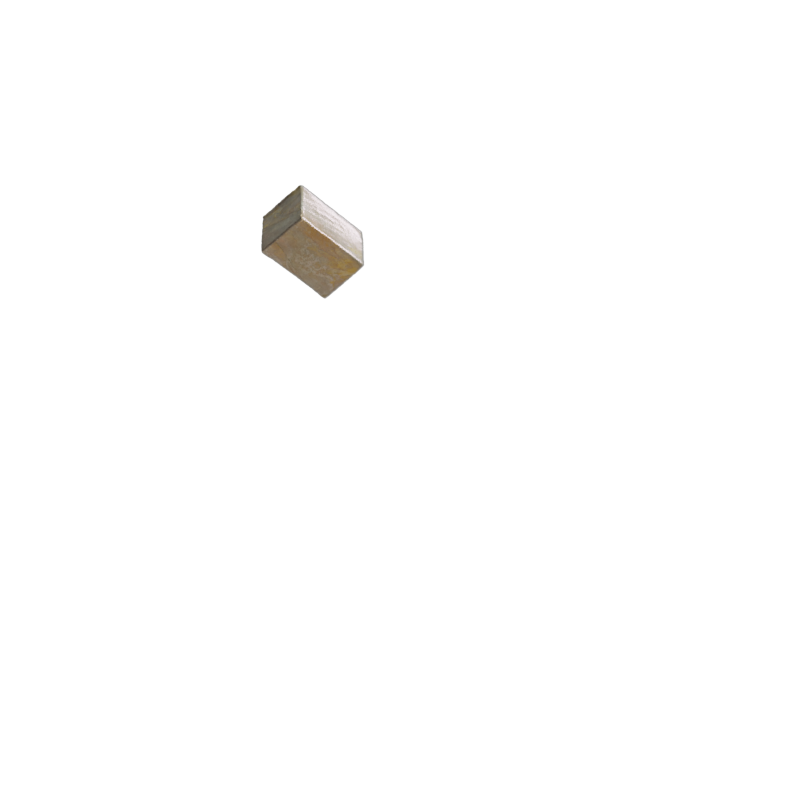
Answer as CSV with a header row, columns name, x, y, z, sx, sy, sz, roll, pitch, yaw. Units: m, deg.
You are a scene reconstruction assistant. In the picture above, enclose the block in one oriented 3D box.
name,x,y,z,sx,sy,sz,roll,pitch,yaw
block,-0.076,-0.139,0.974,0.052,0.055,0.073,-38,-58,27
